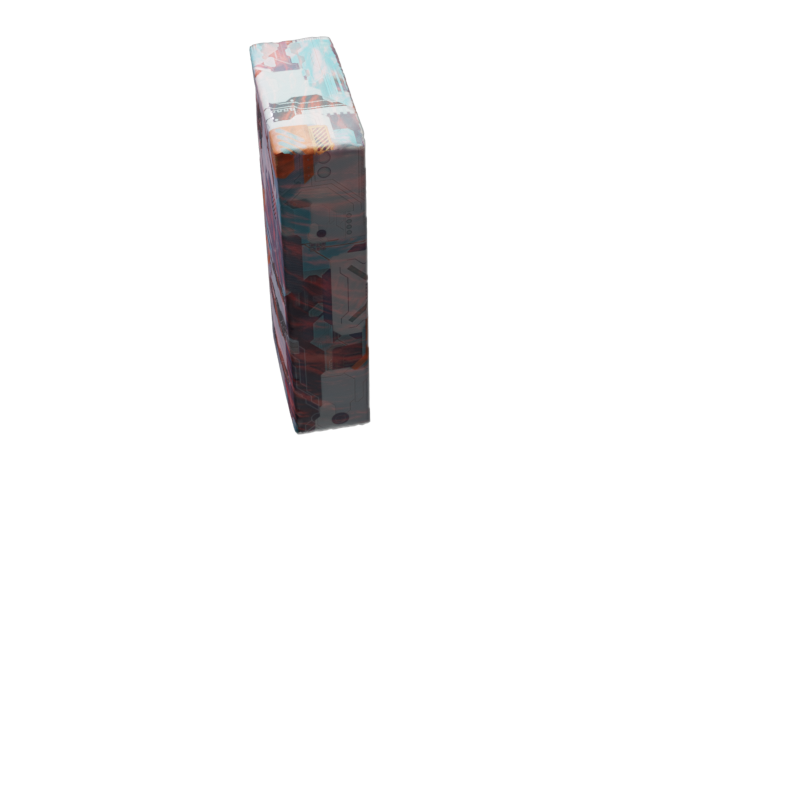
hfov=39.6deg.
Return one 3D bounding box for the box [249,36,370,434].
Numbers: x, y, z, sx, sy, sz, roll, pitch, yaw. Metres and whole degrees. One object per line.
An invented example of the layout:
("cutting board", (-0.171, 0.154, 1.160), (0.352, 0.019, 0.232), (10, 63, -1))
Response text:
("box", (-0.042, -0.077, 0.541), (0.048, 0.164, 0.101), (-6, 45, -10))
